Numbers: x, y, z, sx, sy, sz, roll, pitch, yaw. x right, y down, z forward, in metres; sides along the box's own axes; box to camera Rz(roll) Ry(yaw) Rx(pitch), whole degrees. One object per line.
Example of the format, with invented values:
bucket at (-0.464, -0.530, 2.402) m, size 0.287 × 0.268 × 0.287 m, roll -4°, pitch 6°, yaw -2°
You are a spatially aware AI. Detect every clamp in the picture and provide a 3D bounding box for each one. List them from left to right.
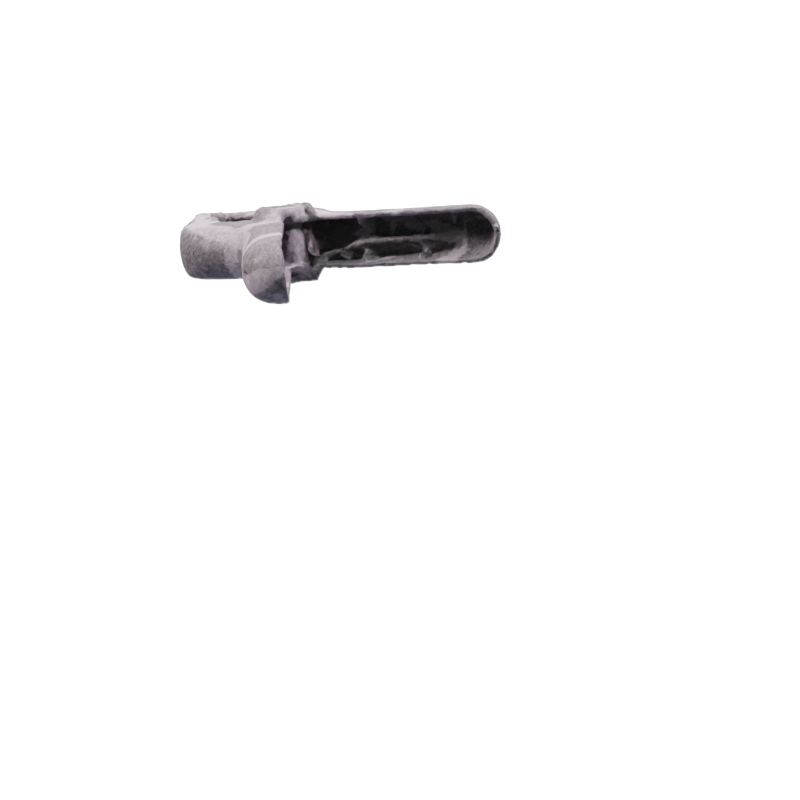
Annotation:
clamp at (-0.040, -0.073, 0.508) m, size 0.117 × 0.038 × 0.180 m, roll -7°, pitch 15°, yaw -26°
